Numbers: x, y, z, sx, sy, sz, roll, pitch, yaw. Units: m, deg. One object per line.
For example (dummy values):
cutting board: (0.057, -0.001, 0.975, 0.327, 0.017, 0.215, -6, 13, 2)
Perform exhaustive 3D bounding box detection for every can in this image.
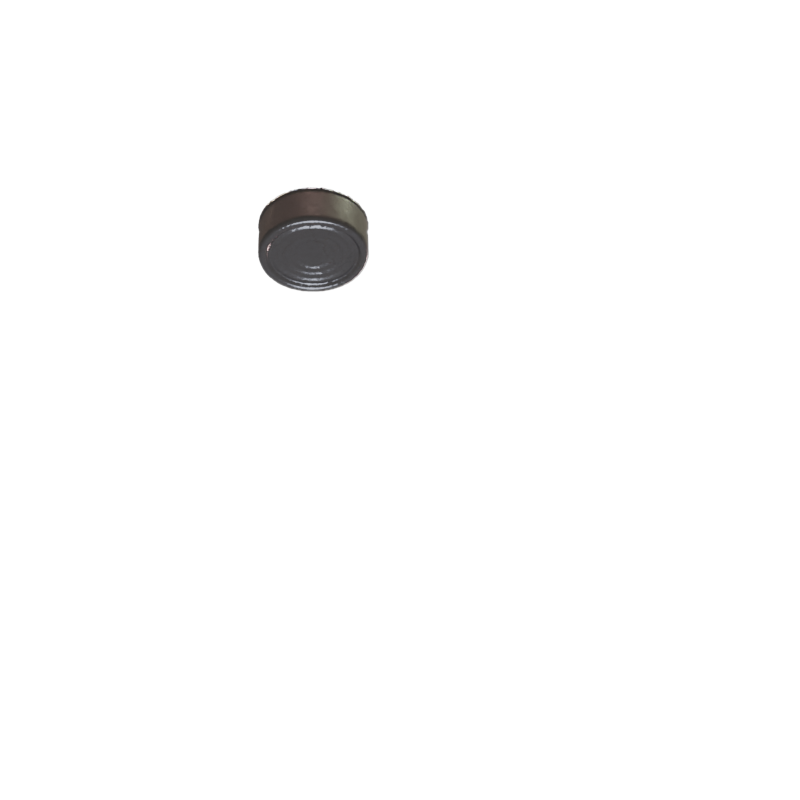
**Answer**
can: (-0.067, -0.122, 0.852, 0.086, 0.036, 0.080, 1, -38, -2)
